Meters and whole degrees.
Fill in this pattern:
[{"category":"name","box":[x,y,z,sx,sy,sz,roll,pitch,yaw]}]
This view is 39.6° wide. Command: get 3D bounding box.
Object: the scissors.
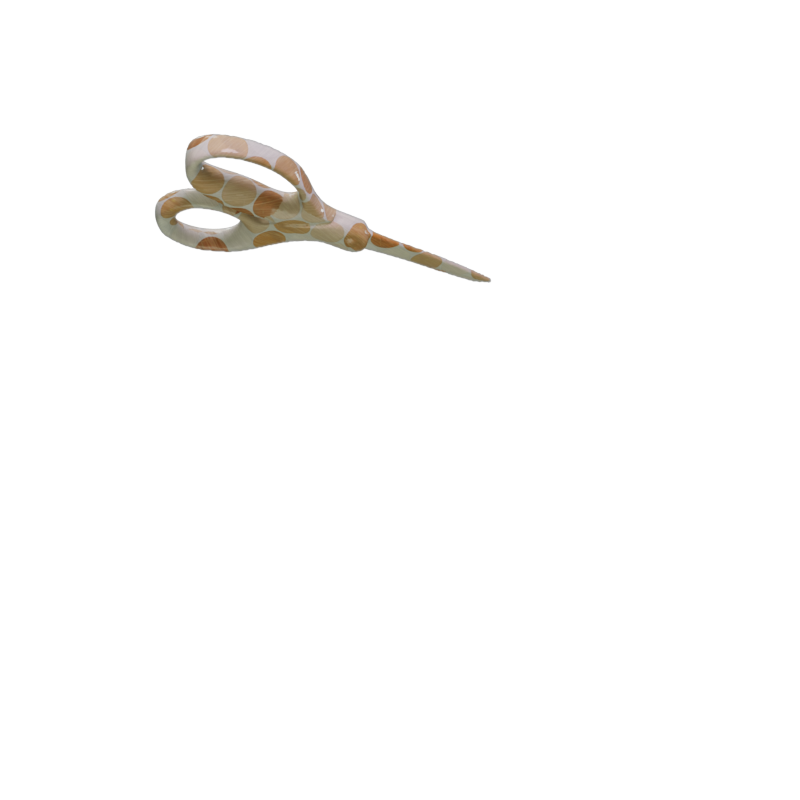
[{"category":"scissors","box":[-0.047,-0.086,0.604,0.097,0.017,0.188,-22,-34,36]}]
